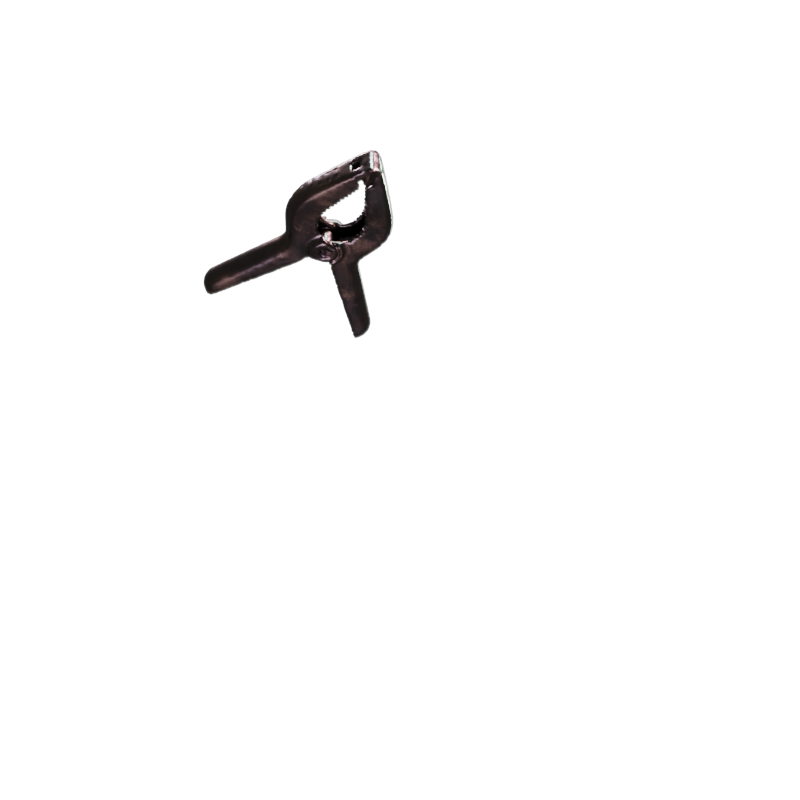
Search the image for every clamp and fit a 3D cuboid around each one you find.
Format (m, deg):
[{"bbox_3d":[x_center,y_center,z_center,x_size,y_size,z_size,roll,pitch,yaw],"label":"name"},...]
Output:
[{"bbox_3d":[-0.077,-0.140,0.983,0.161,0.039,0.200,12,-43,-14],"label":"clamp"}]
